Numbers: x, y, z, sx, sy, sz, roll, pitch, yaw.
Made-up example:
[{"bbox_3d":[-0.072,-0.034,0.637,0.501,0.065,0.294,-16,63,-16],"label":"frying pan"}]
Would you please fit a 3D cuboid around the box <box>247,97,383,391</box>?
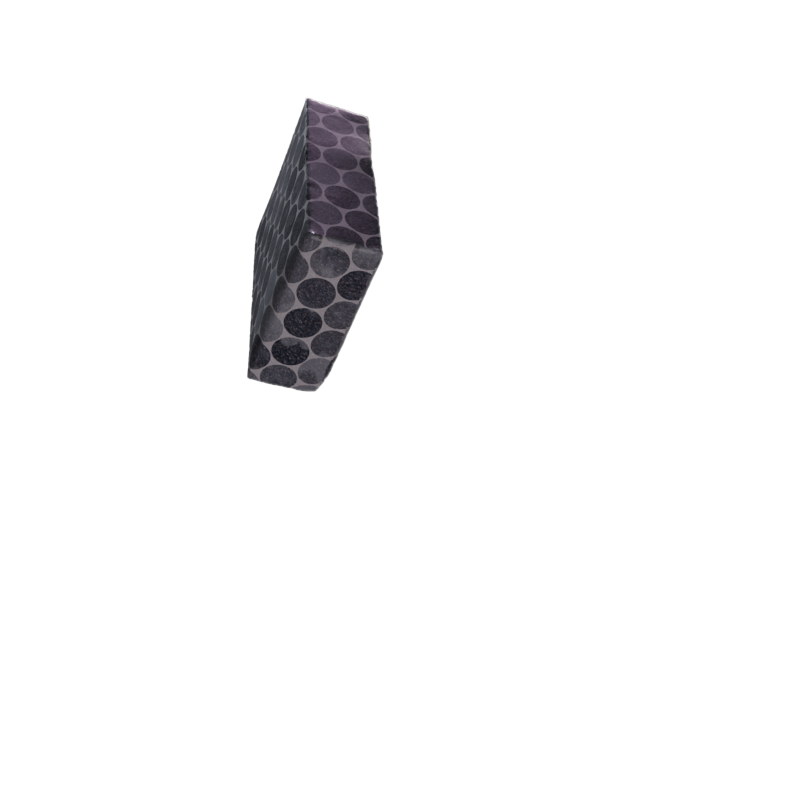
[{"bbox_3d":[-0.076,-0.139,0.977,0.070,0.157,0.229,15,38,-16],"label":"box"}]
